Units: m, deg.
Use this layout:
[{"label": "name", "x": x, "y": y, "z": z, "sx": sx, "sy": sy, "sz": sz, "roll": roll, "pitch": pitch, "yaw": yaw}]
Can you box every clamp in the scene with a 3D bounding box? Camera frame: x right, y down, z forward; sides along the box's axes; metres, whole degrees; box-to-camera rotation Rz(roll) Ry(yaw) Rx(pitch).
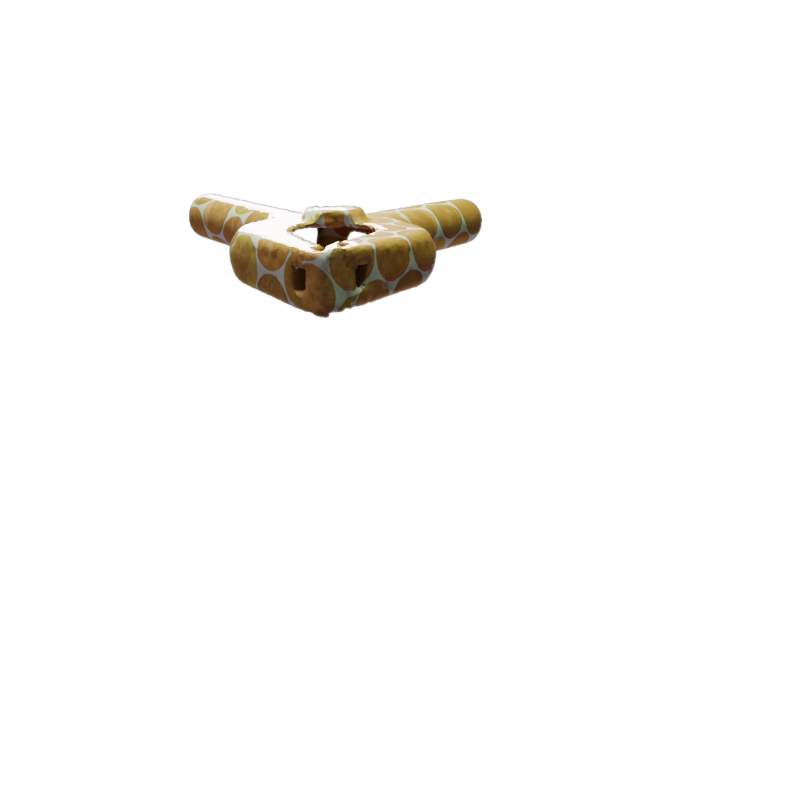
[{"label": "clamp", "x": -0.043, "y": -0.078, "z": 0.547, "sx": 0.166, "sy": 0.035, "sz": 0.215, "roll": 2, "pitch": 17, "yaw": 5}]
